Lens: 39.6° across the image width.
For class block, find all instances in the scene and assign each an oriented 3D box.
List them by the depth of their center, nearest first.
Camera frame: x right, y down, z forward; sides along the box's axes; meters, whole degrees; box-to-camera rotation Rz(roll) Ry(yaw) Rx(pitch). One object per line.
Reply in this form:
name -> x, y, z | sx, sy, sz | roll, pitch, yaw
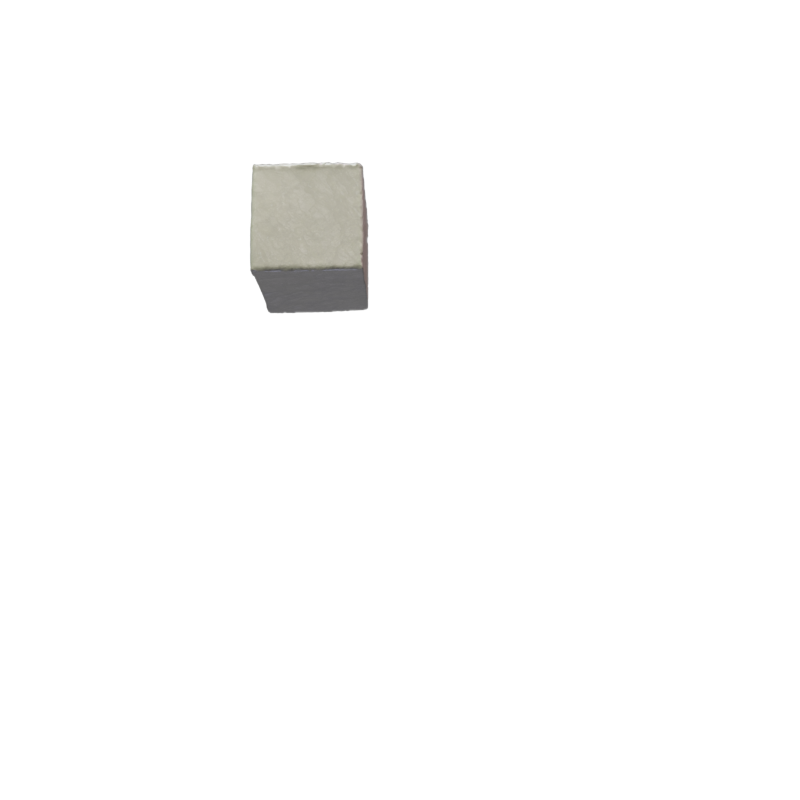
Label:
block -> -0.042, -0.076, 0.533 | 0.053, 0.053, 0.075 | -1, -13, 0
